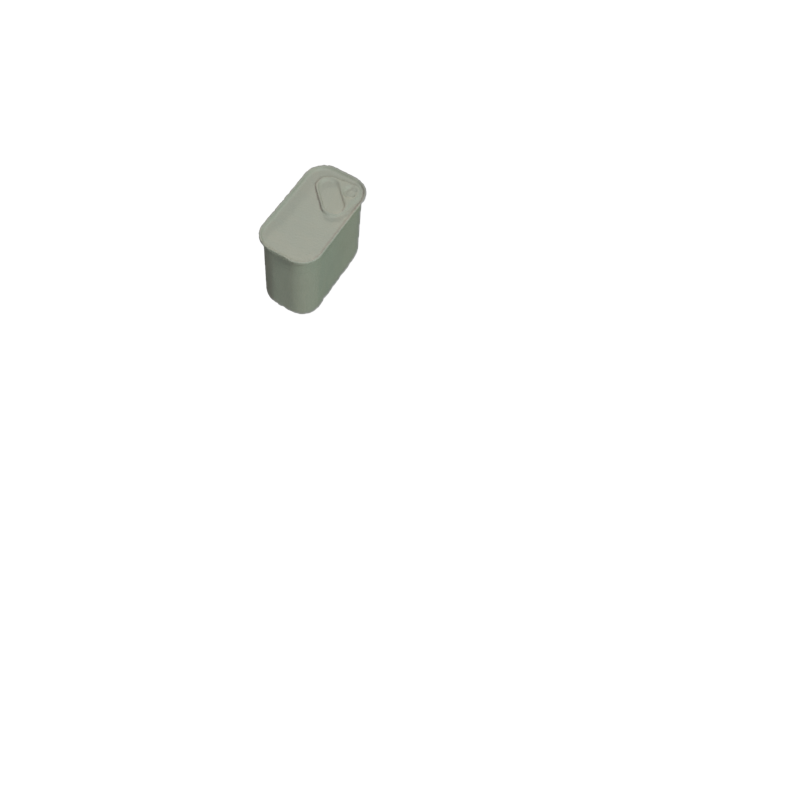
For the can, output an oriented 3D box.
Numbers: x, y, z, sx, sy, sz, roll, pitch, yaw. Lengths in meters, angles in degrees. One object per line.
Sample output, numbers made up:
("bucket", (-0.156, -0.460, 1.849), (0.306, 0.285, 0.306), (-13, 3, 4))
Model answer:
("can", (-0.074, -0.135, 0.944), (0.060, 0.105, 0.079), (27, -29, 13))
